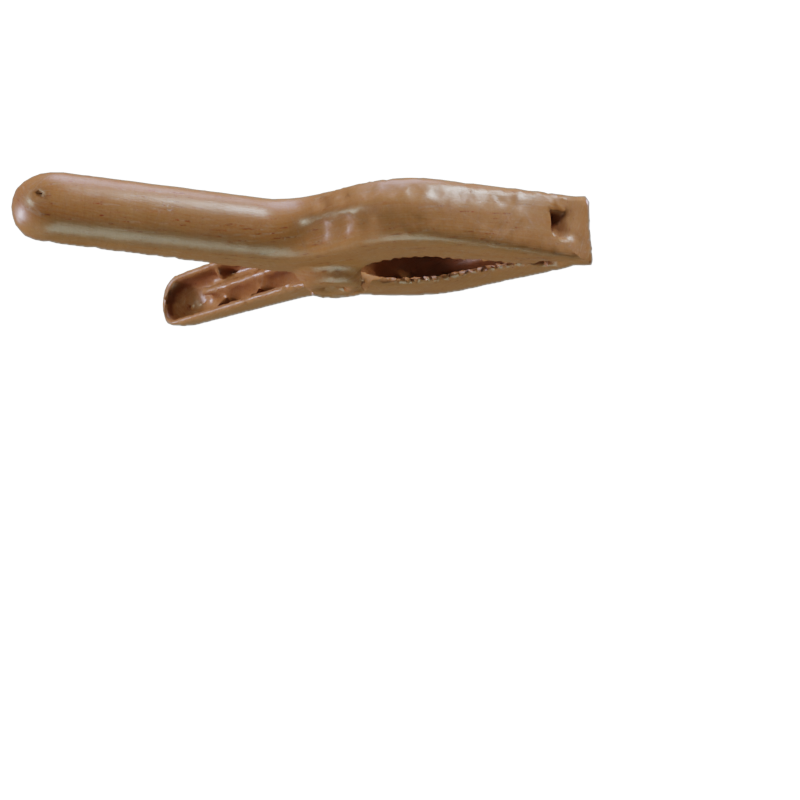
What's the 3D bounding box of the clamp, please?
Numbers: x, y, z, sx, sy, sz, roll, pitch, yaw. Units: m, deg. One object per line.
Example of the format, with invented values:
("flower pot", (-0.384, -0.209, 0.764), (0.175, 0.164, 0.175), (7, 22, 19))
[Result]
("clamp", (-0.034, -0.063, 0.439), (0.214, 0.037, 0.156), (-3, -9, 18))
